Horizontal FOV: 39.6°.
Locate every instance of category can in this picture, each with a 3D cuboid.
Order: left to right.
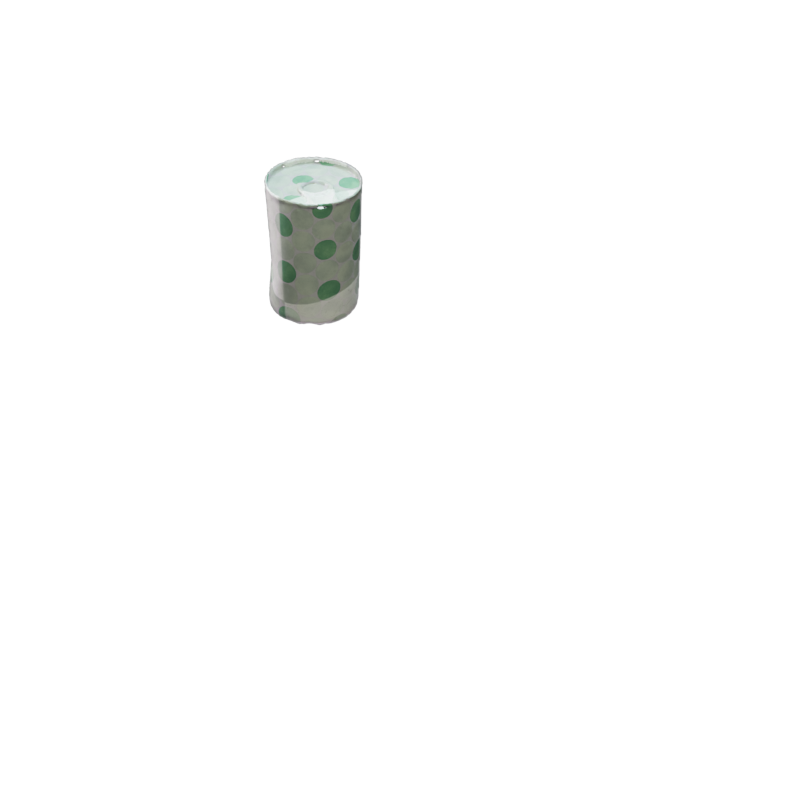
[{"bbox_3d":[-0.062,-0.113,0.791,0.068,0.096,0.073,0,36,-3],"label":"can"}]
